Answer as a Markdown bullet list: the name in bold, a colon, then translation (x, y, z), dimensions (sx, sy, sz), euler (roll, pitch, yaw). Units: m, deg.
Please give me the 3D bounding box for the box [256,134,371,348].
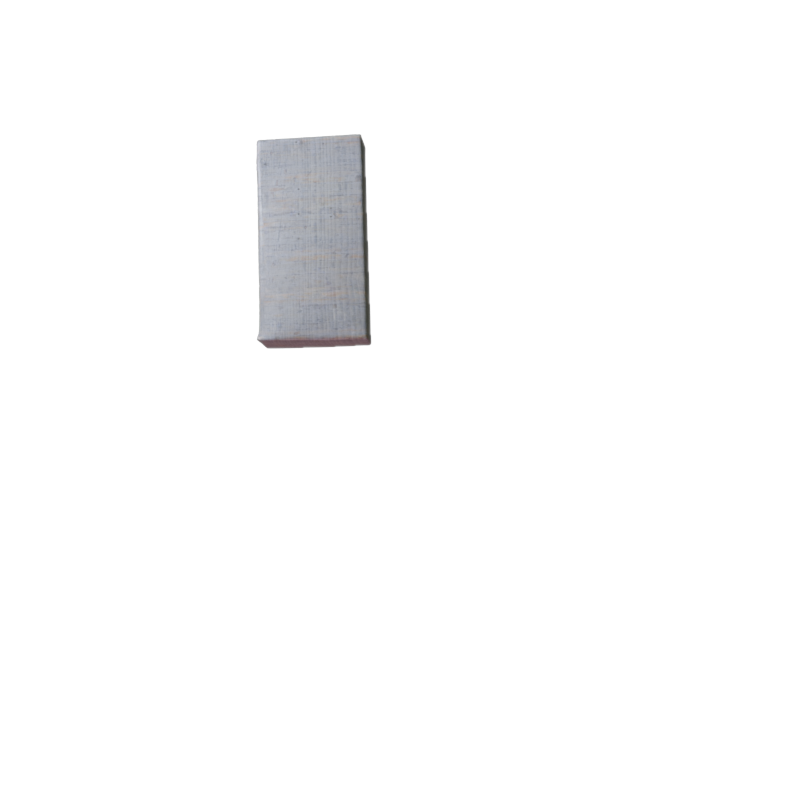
- **box**: translation (-0.074, -0.135, 0.943), dimensions (0.094, 0.182, 0.046), euler (-2, -14, 6)
